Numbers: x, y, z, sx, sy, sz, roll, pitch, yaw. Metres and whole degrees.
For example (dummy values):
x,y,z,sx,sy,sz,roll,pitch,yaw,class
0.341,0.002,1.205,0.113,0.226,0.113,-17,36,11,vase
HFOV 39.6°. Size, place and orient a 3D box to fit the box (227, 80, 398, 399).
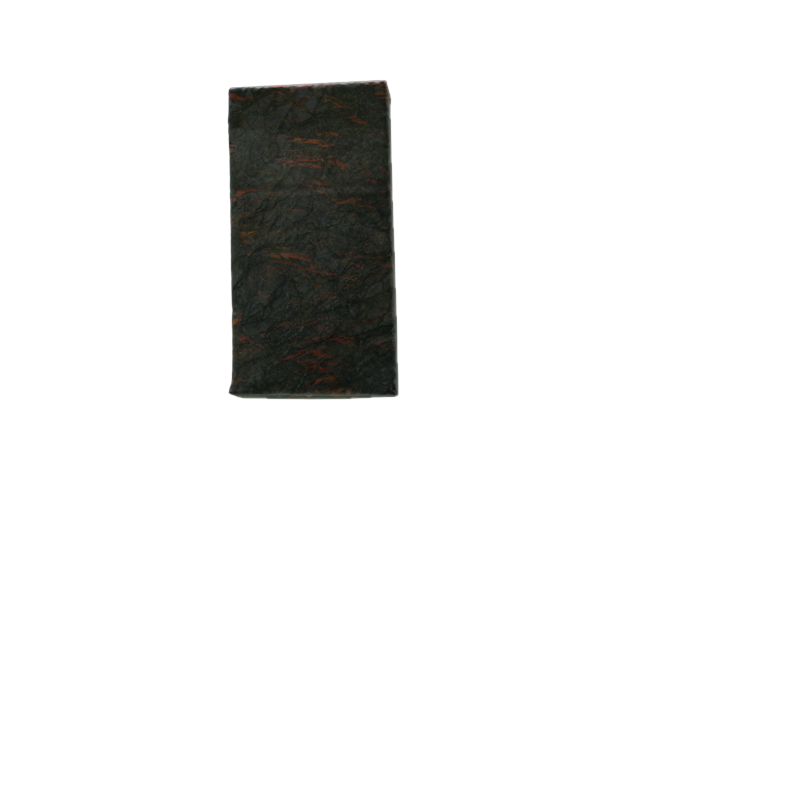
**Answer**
x,y,z,sx,sy,sz,roll,pitch,yaw,class
-0.049,-0.090,0.629,0.094,0.180,0.047,-1,-9,6,box
